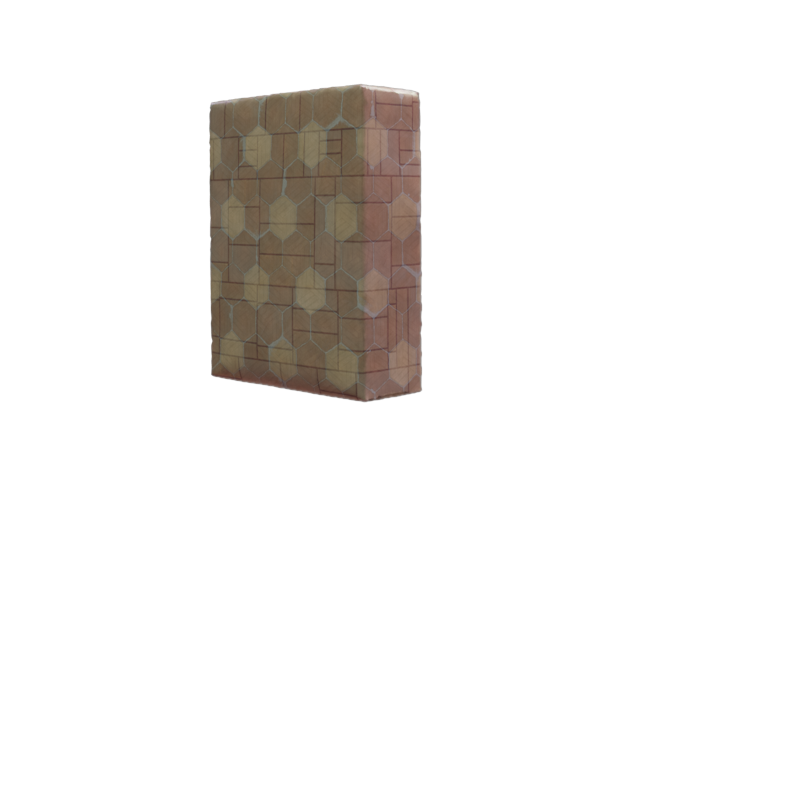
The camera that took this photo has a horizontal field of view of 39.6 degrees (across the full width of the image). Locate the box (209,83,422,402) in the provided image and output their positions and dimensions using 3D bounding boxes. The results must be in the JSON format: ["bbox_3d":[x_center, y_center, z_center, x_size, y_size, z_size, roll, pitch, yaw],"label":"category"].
[{"bbox_3d":[-0.064,-0.116,0.814,0.171,0.213,0.069,4,4,44],"label":"box"}]
